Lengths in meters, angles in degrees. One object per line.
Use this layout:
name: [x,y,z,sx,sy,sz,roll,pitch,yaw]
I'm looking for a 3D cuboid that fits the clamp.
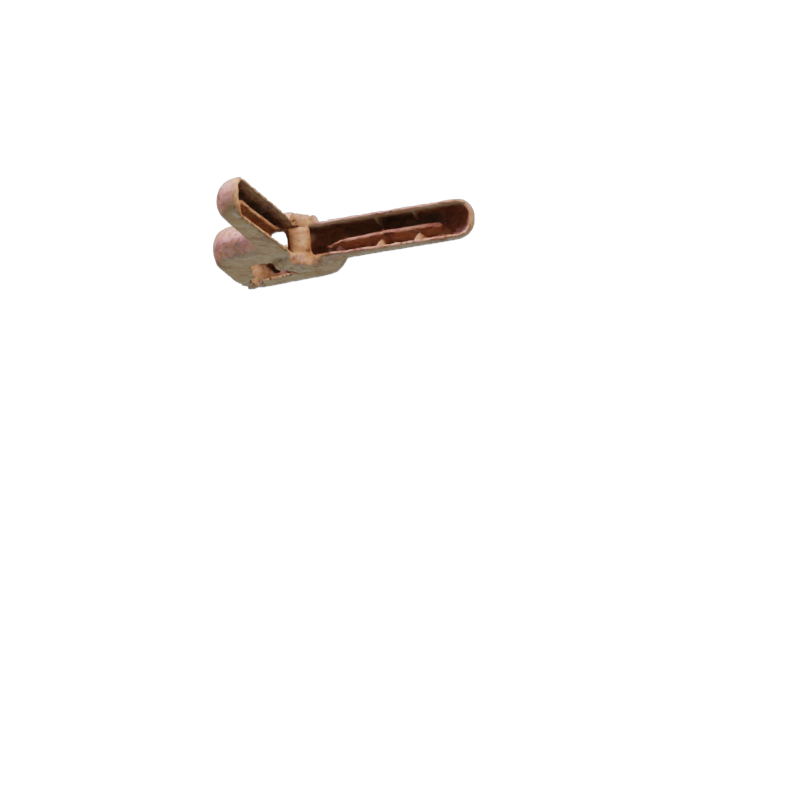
clamp: [-0.058,-0.106,0.740,0.161,0.037,0.210,2,-6,-18]
